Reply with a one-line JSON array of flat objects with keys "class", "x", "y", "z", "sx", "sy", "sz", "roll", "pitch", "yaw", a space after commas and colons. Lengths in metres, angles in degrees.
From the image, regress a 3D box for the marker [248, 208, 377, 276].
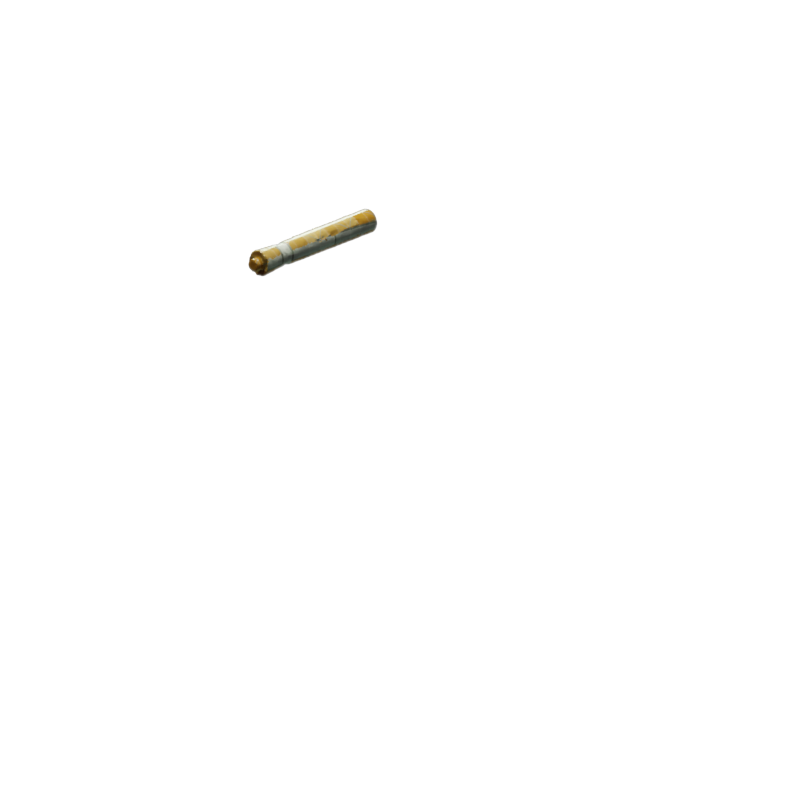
[{"class": "marker", "x": -0.062, "y": -0.114, "z": 0.795, "sx": 0.021, "sy": 0.019, "sz": 0.120, "roll": 4, "pitch": 24, "yaw": 42}]
